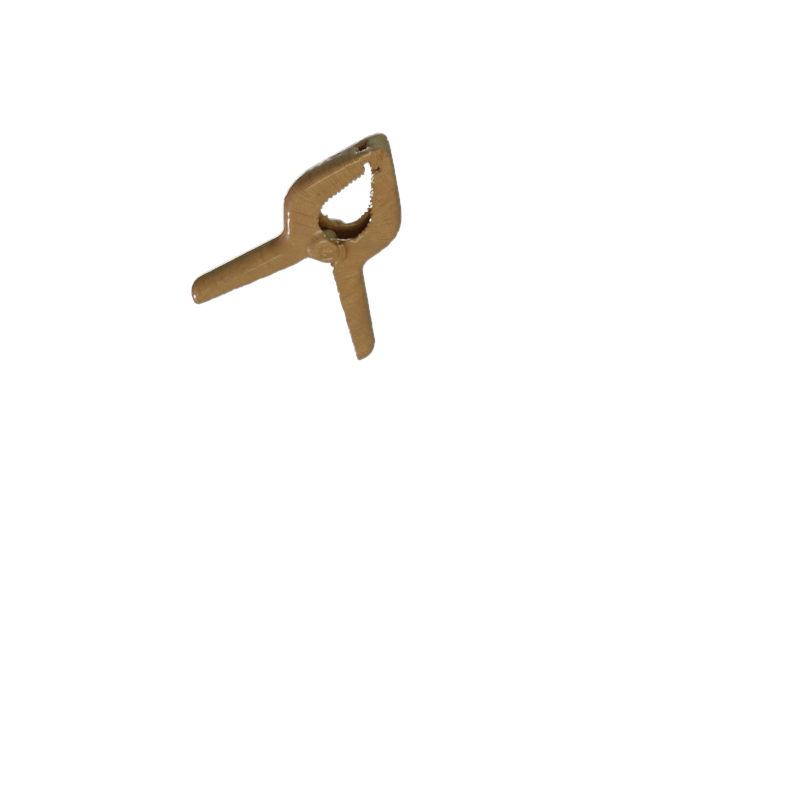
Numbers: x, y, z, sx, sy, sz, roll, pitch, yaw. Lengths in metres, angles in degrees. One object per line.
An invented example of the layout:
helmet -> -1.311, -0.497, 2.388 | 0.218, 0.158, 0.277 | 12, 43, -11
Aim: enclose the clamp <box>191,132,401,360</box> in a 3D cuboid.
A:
clamp -> -0.070, -0.127, 0.890 | 0.161, 0.200, 0.039 | 15, 38, -12
